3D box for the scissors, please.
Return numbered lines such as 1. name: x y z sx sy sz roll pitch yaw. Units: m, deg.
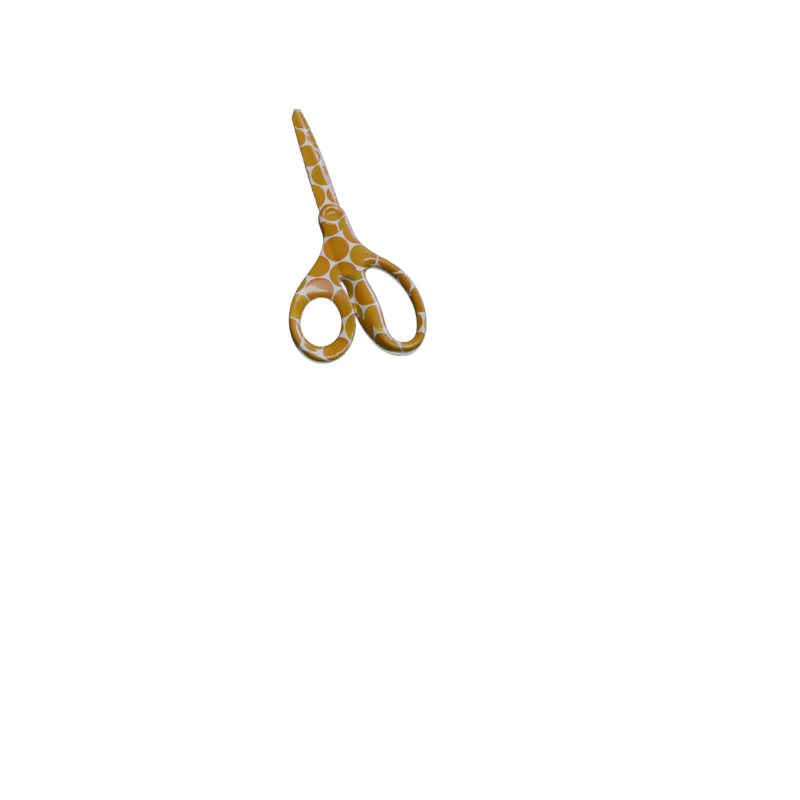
1. scissors: -0.058 -0.106 0.741 0.096 0.214 0.015 -28 -25 -14
